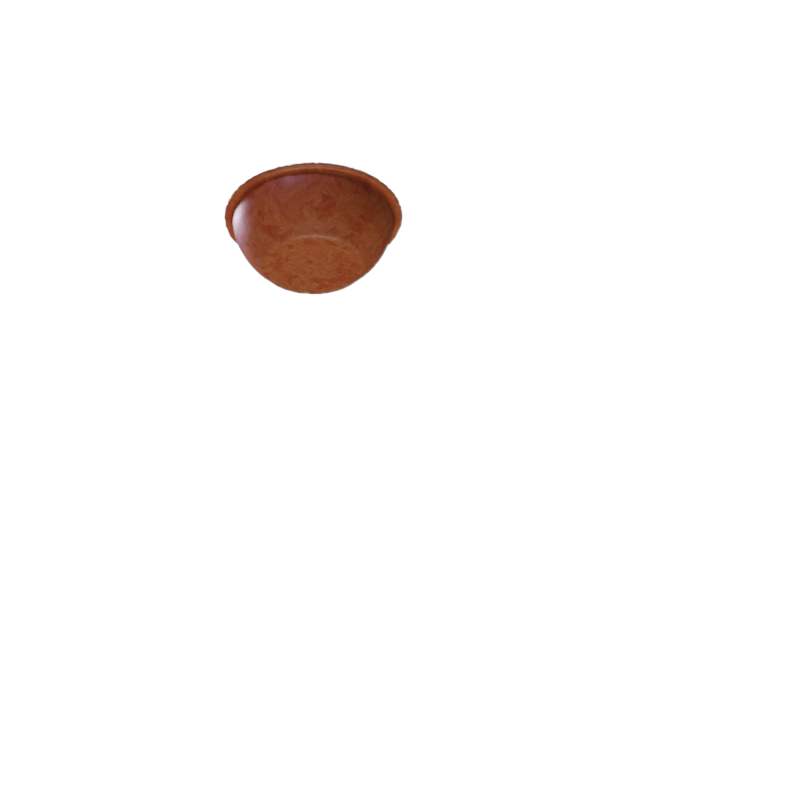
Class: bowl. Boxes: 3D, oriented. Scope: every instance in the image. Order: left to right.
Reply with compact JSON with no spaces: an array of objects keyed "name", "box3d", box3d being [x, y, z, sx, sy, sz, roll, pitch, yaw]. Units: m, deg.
[{"name":"bowl","box3d":[-0.078,-0.142,0.994,0.162,0.059,0.152,1,-31,-2]}]
